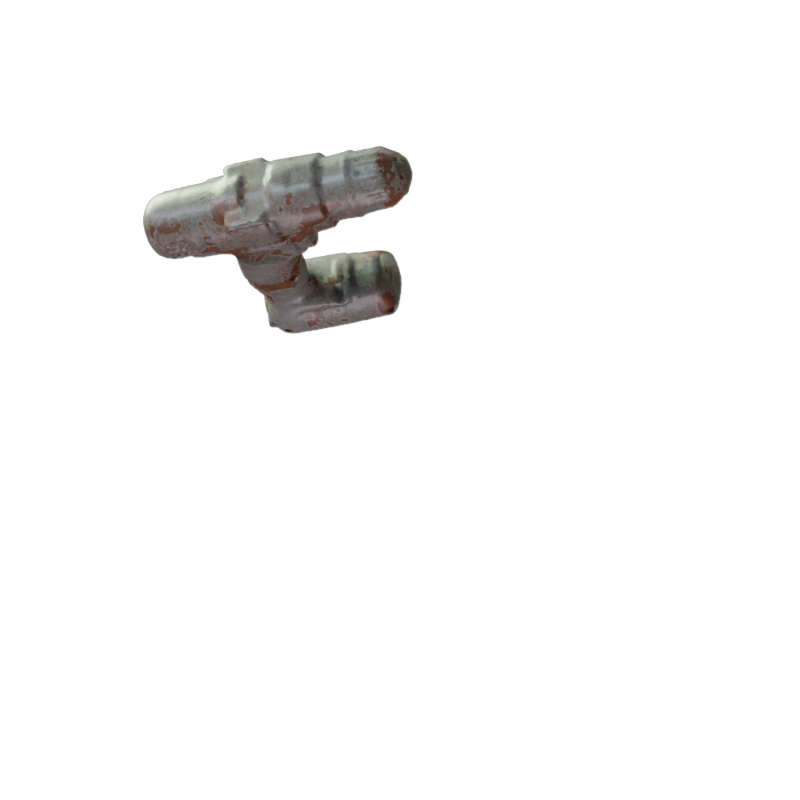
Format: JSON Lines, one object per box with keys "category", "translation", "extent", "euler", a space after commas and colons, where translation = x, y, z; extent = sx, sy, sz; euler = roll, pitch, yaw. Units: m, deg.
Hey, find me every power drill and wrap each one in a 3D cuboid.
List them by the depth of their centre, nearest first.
{"category": "power drill", "translation": [-0.061, -0.111, 0.780], "extent": [0.187, 0.060, 0.175], "euler": [-7, -22, 18]}
